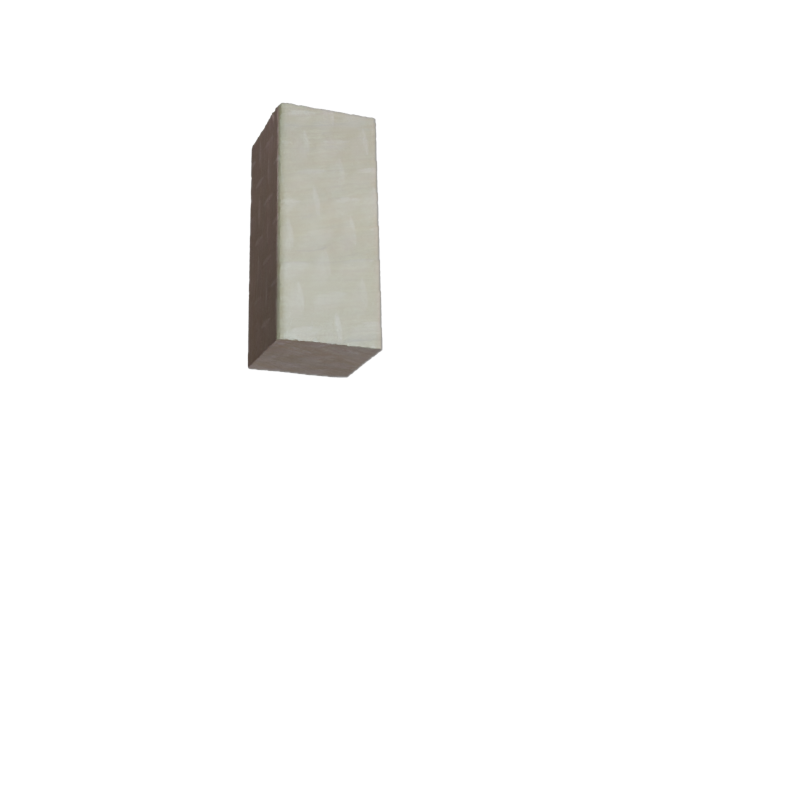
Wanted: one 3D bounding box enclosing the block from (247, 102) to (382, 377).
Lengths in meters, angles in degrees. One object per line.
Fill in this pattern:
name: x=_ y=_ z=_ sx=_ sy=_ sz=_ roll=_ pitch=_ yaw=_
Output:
block: x=-0.074 y=-0.133 z=0.932 sx=0.088 sy=0.217 sz=0.089 roll=6 pitch=-22 yaw=-20
